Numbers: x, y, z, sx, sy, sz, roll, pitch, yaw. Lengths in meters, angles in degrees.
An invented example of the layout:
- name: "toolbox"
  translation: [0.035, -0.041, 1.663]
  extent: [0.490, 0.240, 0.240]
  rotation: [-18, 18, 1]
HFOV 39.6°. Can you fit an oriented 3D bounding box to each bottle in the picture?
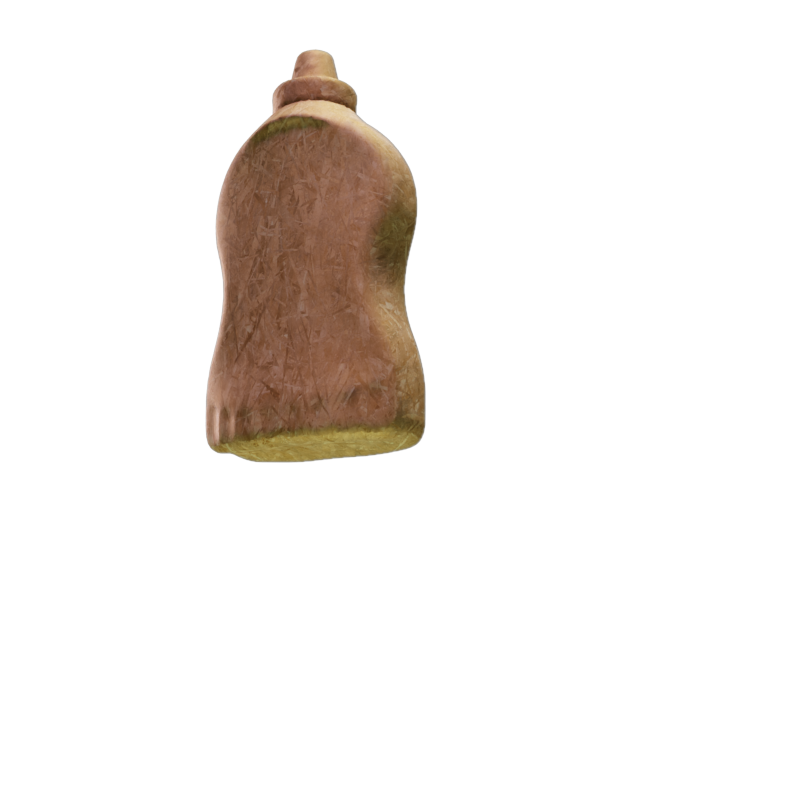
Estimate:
- name: "bottle"
  translation: [-0.039, -0.072, 0.506]
  extent: [0.098, 0.200, 0.055]
  rotation: [-11, -21, 28]
